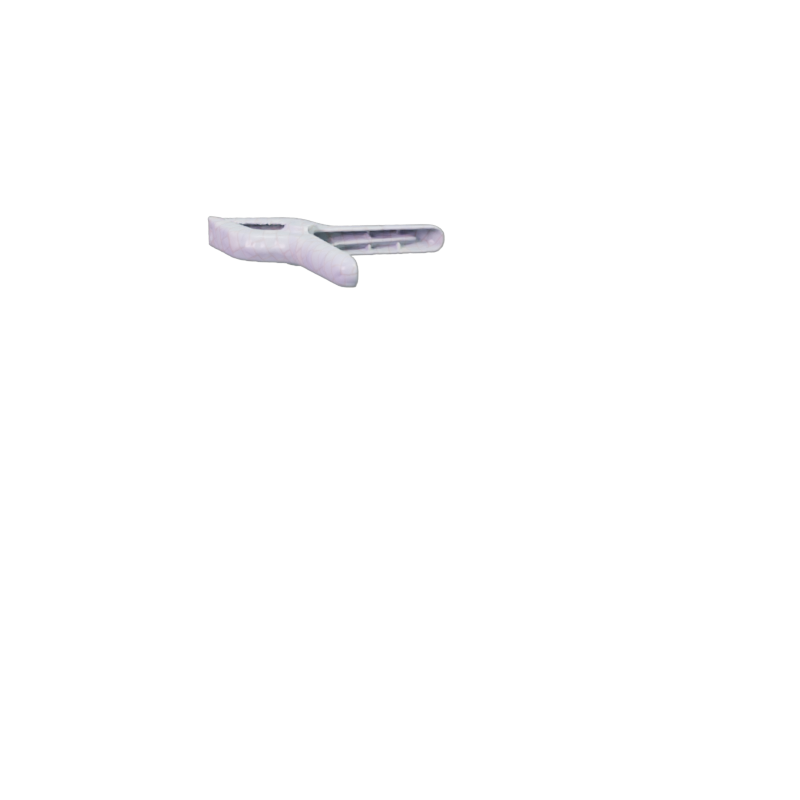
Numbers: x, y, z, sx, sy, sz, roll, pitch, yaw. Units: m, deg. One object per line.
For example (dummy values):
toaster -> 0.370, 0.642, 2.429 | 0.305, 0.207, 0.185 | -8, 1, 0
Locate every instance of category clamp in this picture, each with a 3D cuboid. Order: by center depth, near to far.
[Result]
clamp -> -0.076, -0.139, 0.976 | 0.221, 0.035, 0.162 | 14, 23, 35
